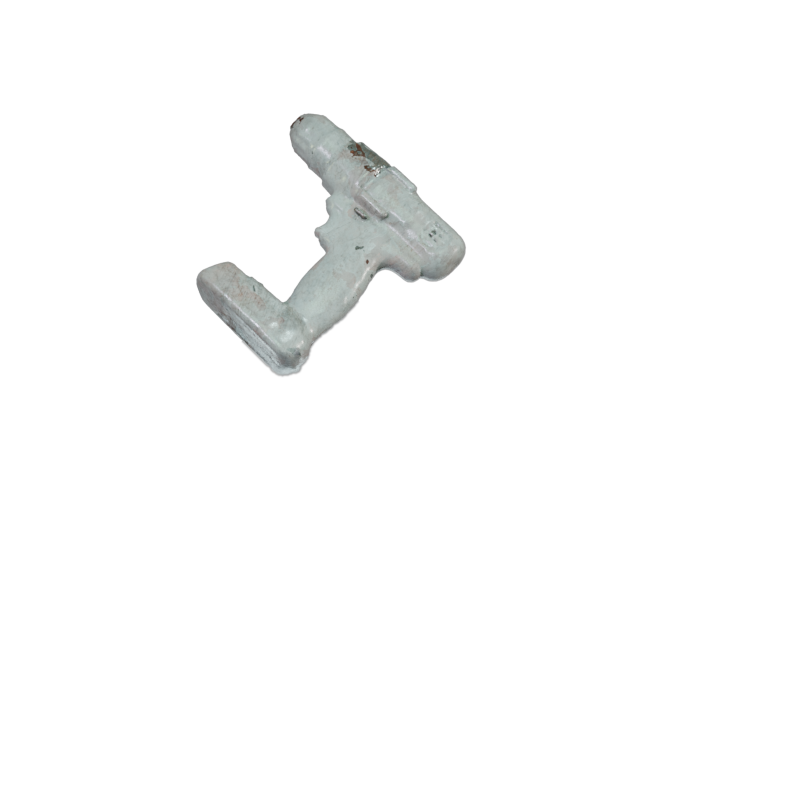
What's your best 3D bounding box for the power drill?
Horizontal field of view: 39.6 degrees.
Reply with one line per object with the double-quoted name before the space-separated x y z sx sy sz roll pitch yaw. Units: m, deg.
"power drill" -0.069 -0.126 0.886 0.189 0.193 0.054 -42 -18 -17
